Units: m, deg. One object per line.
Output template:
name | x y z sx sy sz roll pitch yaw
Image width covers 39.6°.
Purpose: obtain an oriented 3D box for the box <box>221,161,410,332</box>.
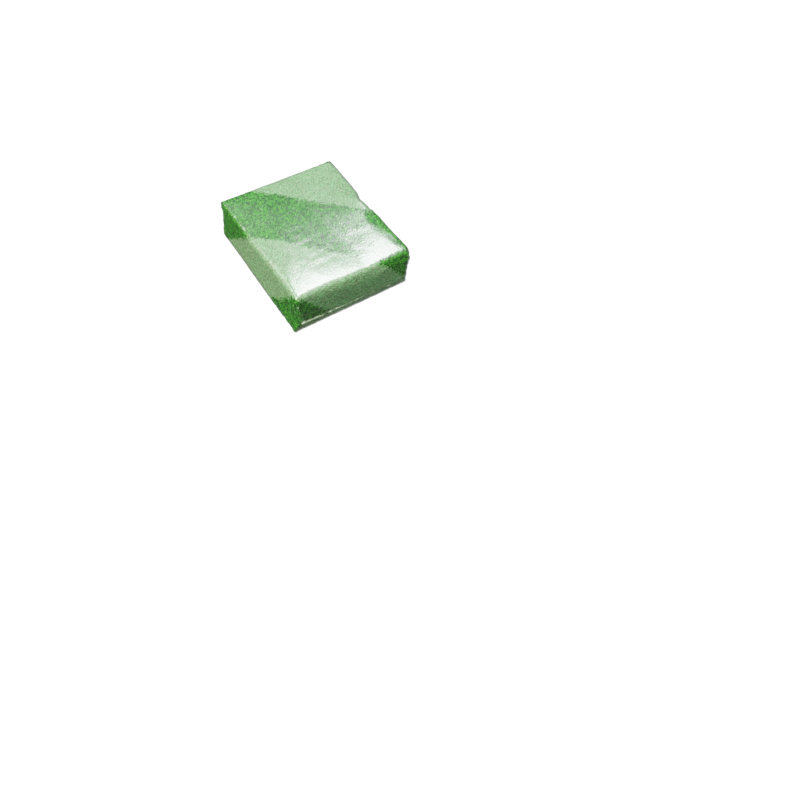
box | -0.049 -0.089 0.626 0.073 0.096 0.028 -24 -36 -20
